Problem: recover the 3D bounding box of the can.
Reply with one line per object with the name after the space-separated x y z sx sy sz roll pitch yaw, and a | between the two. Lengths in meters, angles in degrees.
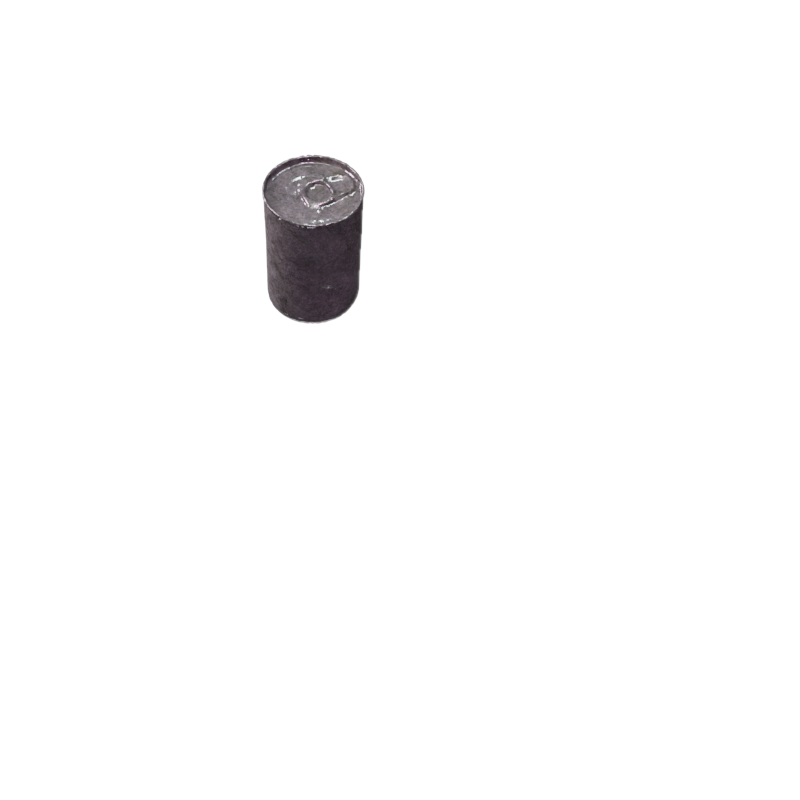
-0.060 -0.110 0.770 0.068 0.074 0.095 0 -39 -3 | can
